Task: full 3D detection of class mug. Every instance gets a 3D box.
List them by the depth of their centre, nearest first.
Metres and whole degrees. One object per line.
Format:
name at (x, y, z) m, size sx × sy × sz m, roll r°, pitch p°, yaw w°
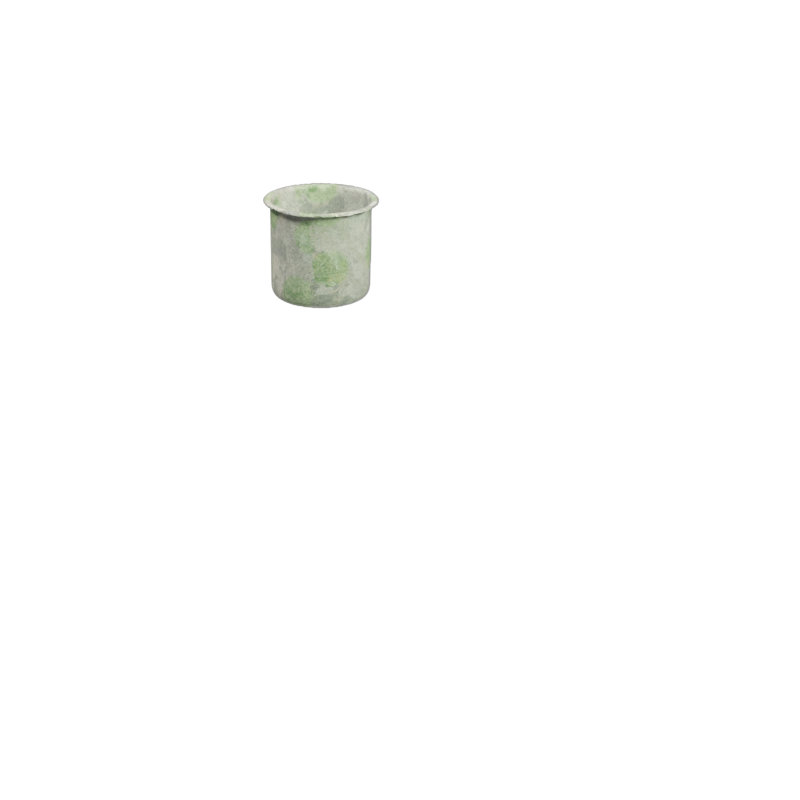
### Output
mug at (-0.071, -0.130, 0.911) m, size 0.091 × 0.078 × 0.125 m, roll -14°, pitch 27°, yaw -31°
